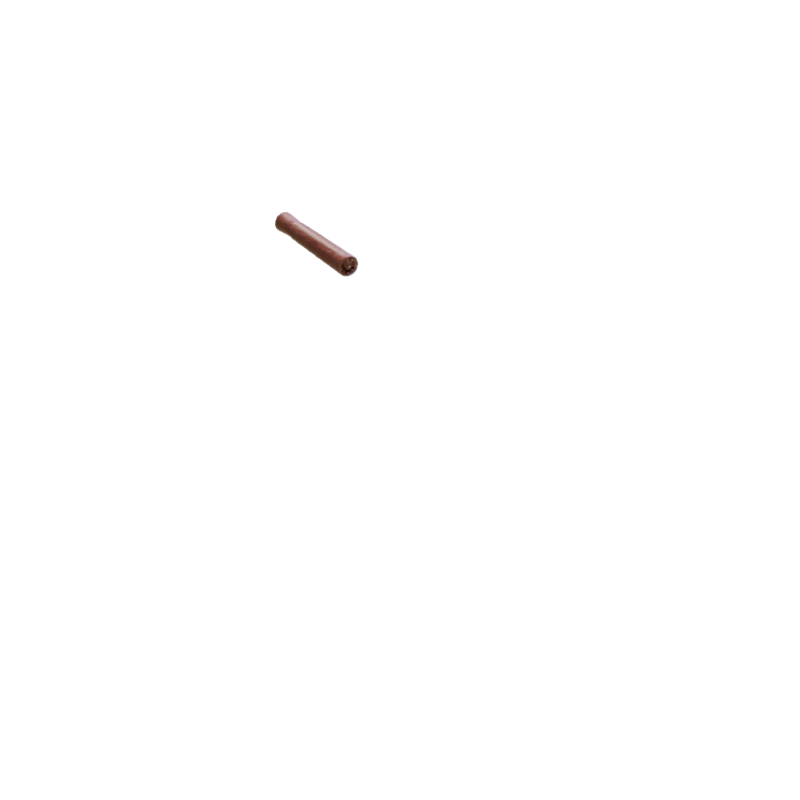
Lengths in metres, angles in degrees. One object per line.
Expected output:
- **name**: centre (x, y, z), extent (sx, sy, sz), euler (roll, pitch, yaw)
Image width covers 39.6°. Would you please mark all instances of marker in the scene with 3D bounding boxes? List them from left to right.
- **marker**: centre (-0.076, -0.138, 0.967), extent (0.019, 0.019, 0.130), euler (-3, 26, -33)
